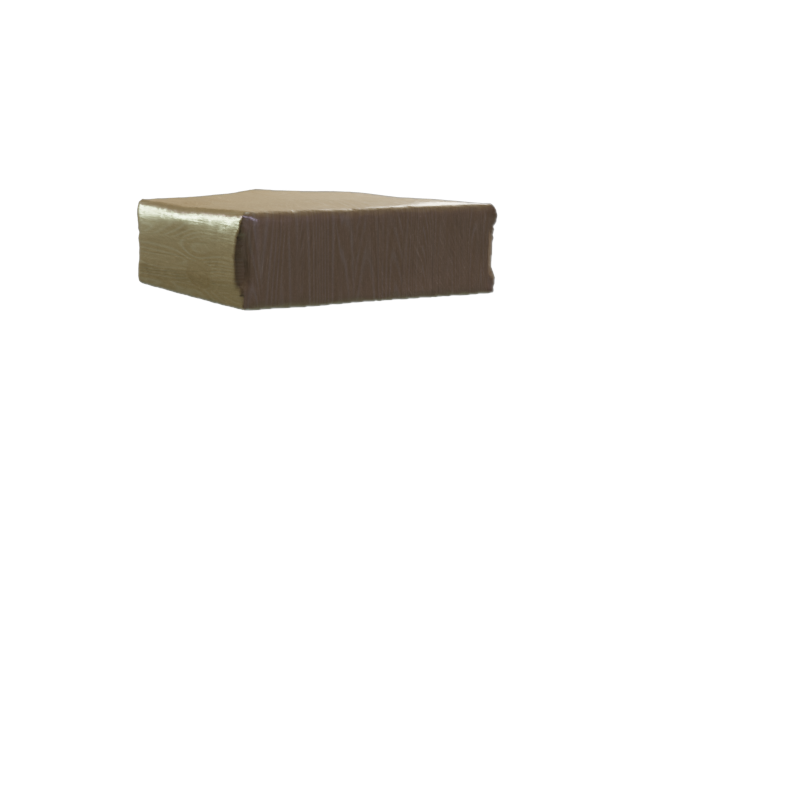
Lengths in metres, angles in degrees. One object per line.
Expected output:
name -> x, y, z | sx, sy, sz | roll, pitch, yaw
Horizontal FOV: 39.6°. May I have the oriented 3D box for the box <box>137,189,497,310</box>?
box -> -0.027, -0.049, 0.343 | 0.087, 0.030, 0.077 | -8, 15, -32
